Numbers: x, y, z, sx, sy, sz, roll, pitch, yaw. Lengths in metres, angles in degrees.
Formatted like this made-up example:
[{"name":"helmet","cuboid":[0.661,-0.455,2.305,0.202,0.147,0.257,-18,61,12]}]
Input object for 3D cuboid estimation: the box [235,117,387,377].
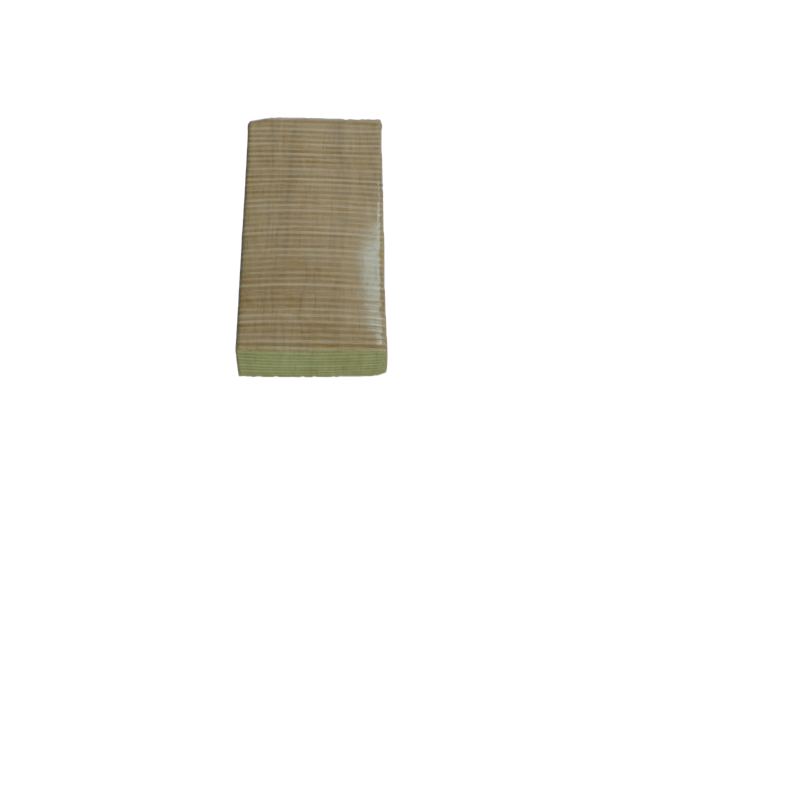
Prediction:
[{"name":"box","cuboid":[-0.056,-0.102,0.716,0.093,0.187,0.045,-1,-28,-2]}]
